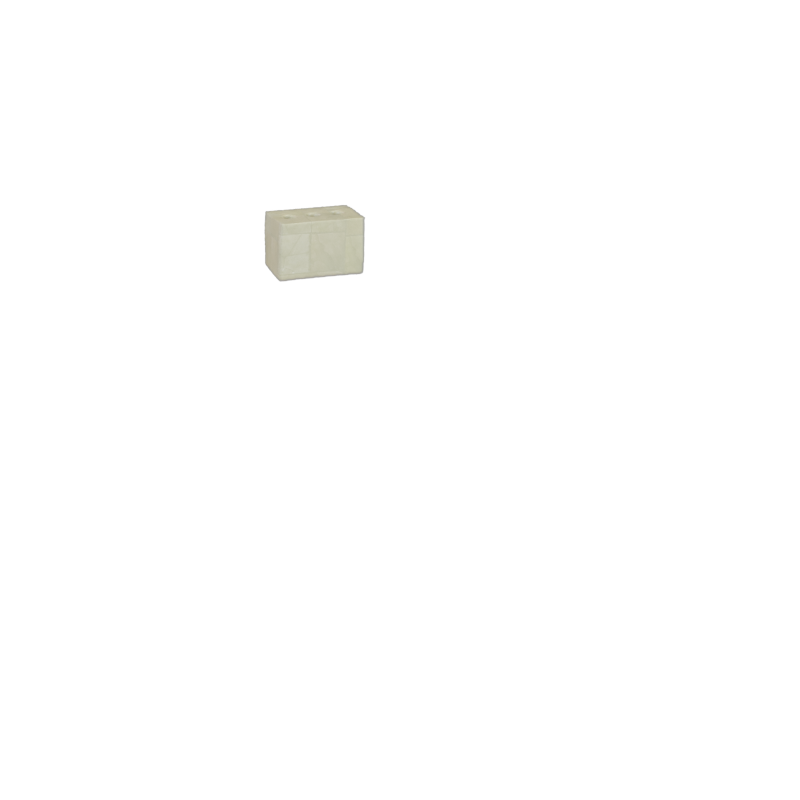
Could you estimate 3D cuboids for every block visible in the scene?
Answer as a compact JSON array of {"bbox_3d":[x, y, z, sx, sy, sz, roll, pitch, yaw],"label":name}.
[{"bbox_3d":[-0.076,-0.139,0.970,0.076,0.049,0.056,-7,22,-19],"label":"block"}]
